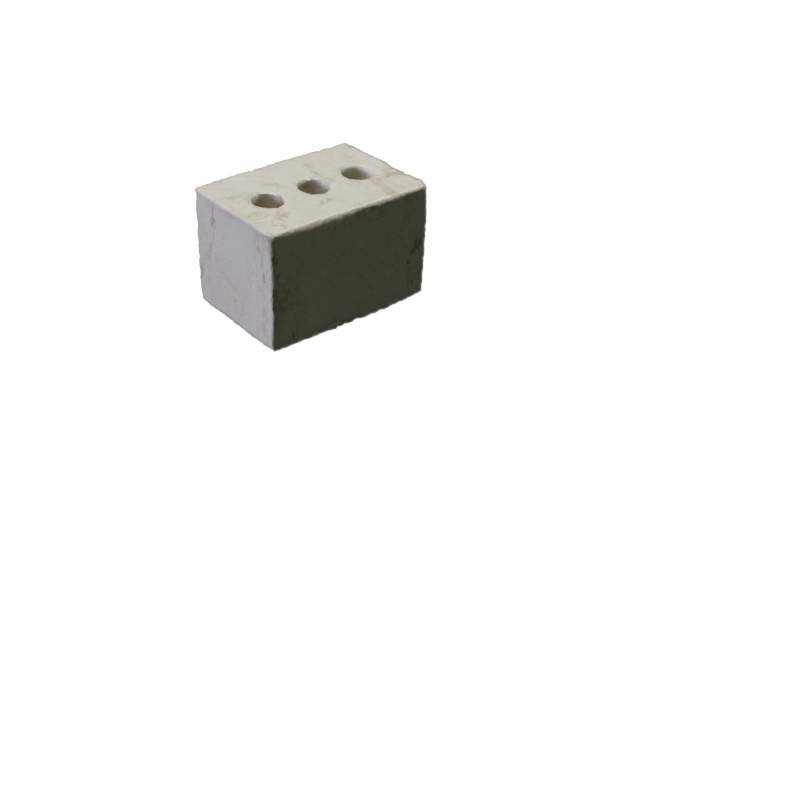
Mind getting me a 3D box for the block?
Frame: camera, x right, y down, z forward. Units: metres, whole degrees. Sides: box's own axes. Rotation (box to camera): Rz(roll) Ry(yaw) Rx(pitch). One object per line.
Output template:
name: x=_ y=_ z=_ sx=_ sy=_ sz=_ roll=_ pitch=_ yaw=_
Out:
block: x=-0.035 y=-0.063 z=0.443 sx=0.077 sy=0.048 sz=0.056 roll=-24 pitch=40 yaw=-33
